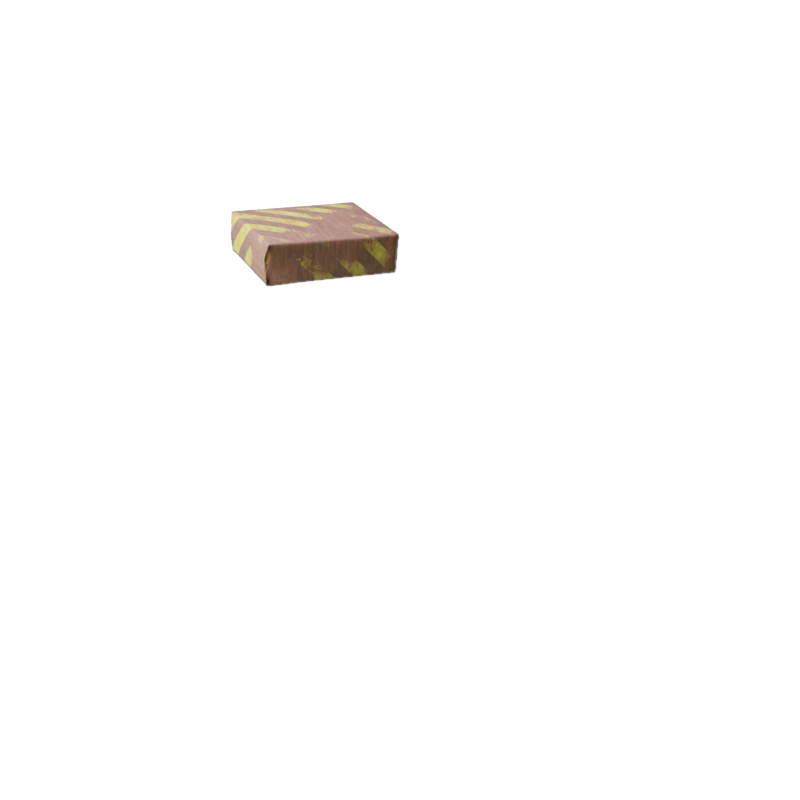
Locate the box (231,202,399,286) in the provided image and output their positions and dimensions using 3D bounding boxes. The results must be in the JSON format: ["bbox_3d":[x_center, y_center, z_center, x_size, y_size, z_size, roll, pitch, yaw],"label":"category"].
[{"bbox_3d":[-0.070,-0.127,0.891,0.111,0.037,0.096,-10,27,-21],"label":"box"}]
